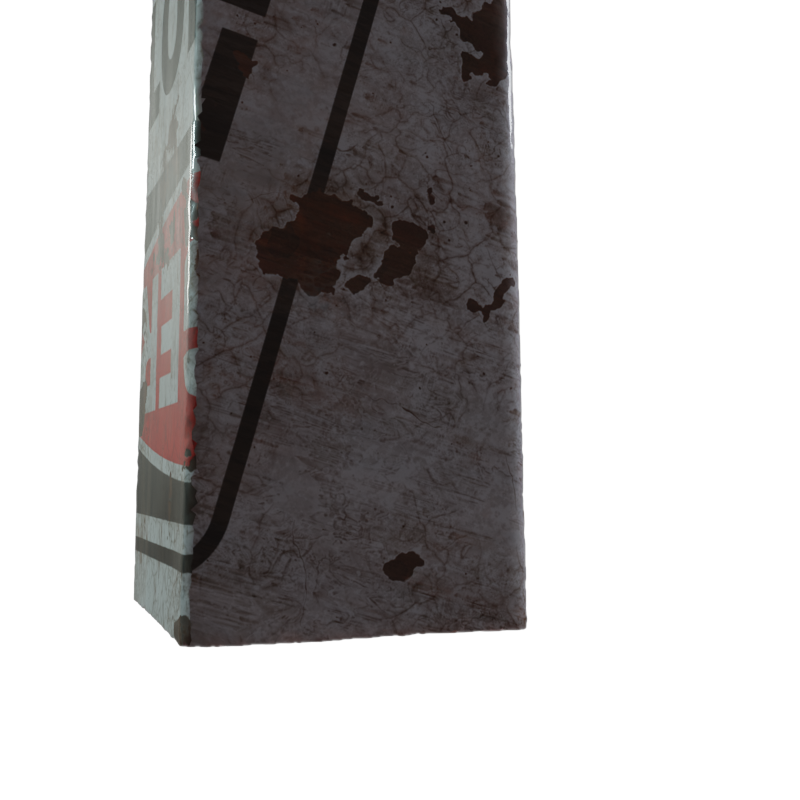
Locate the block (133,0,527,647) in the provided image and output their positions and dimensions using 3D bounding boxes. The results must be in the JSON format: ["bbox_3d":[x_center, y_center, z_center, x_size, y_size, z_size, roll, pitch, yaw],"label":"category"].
[{"bbox_3d":[-0.024,-0.046,0.321,0.088,0.211,0.091,3,-9,-19],"label":"block"}]
